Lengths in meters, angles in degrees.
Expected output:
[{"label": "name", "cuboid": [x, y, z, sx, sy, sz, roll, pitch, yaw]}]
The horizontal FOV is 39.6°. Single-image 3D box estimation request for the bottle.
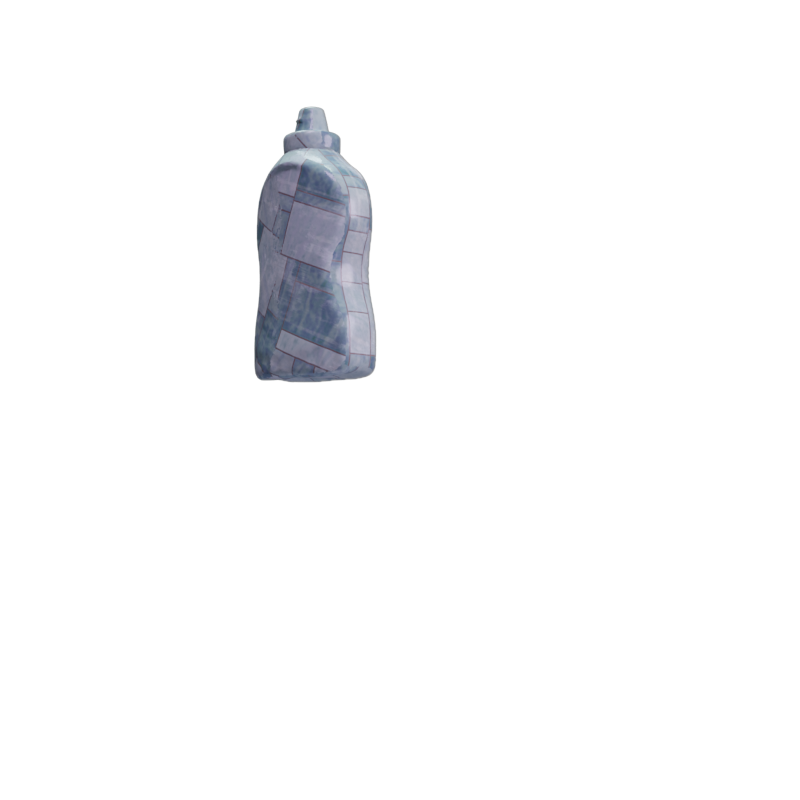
[{"label": "bottle", "cuboid": [-0.061, -0.111, 0.774, 0.056, 0.197, 0.098, 8, -13, -42]}]
